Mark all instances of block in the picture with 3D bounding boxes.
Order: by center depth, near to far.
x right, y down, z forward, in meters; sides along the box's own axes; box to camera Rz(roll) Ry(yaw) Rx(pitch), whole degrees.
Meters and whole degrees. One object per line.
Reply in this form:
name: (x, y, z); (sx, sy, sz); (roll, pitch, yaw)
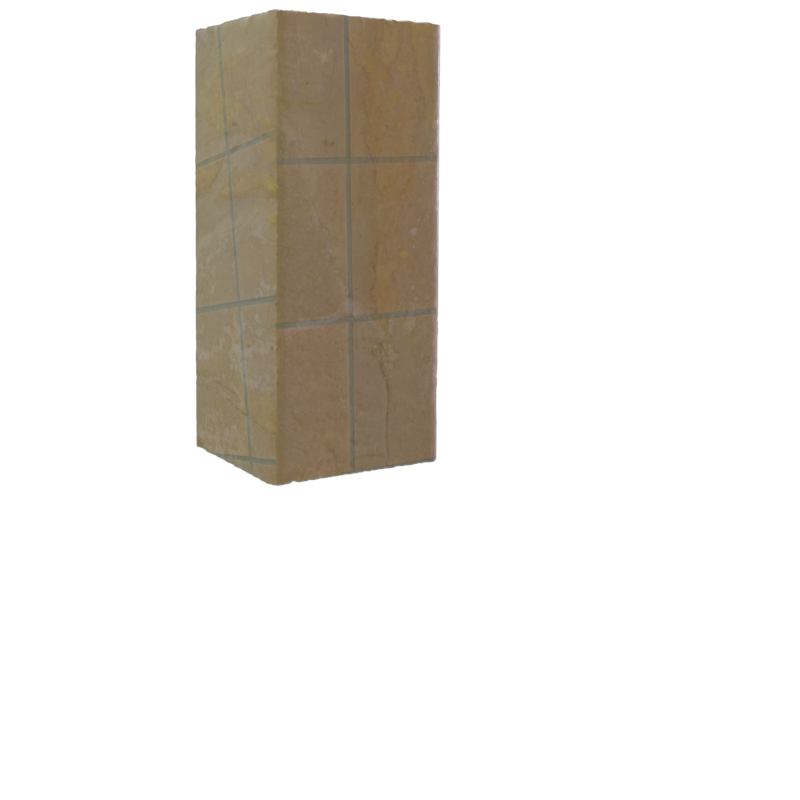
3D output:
block: (-0.042, -0.077, 0.536); (0.088, 0.204, 0.094); (-3, 6, -32)
